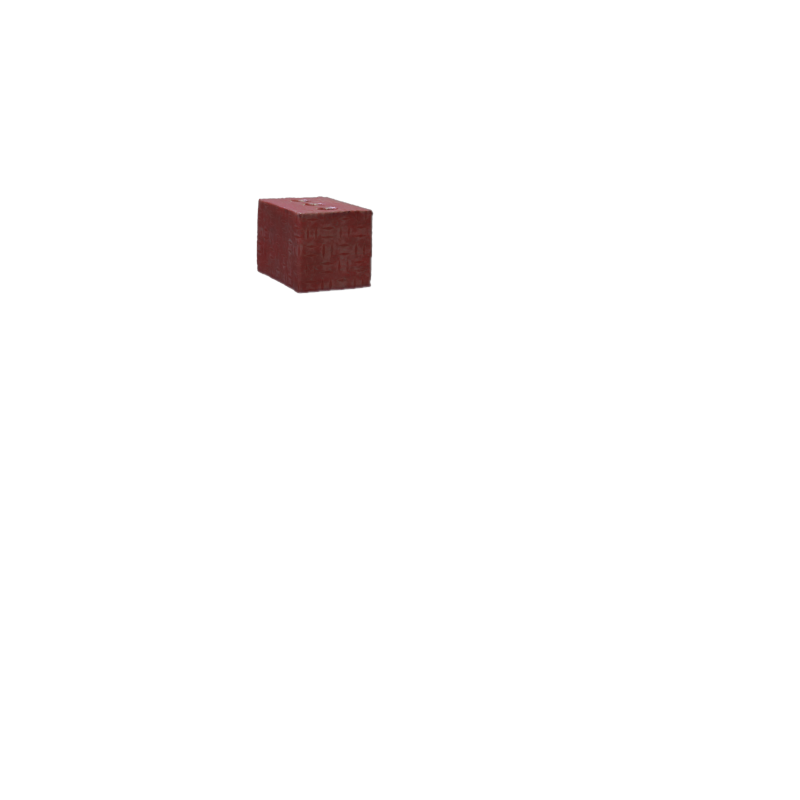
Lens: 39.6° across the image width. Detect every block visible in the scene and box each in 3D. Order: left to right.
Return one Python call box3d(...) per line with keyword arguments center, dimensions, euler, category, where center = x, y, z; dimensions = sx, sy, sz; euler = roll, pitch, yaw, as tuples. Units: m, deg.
box3d(center=(-0.057, -0.104, 0.726), dimensions=(0.051, 0.050, 0.082), euler=(-6, 16, -25), category="block")
